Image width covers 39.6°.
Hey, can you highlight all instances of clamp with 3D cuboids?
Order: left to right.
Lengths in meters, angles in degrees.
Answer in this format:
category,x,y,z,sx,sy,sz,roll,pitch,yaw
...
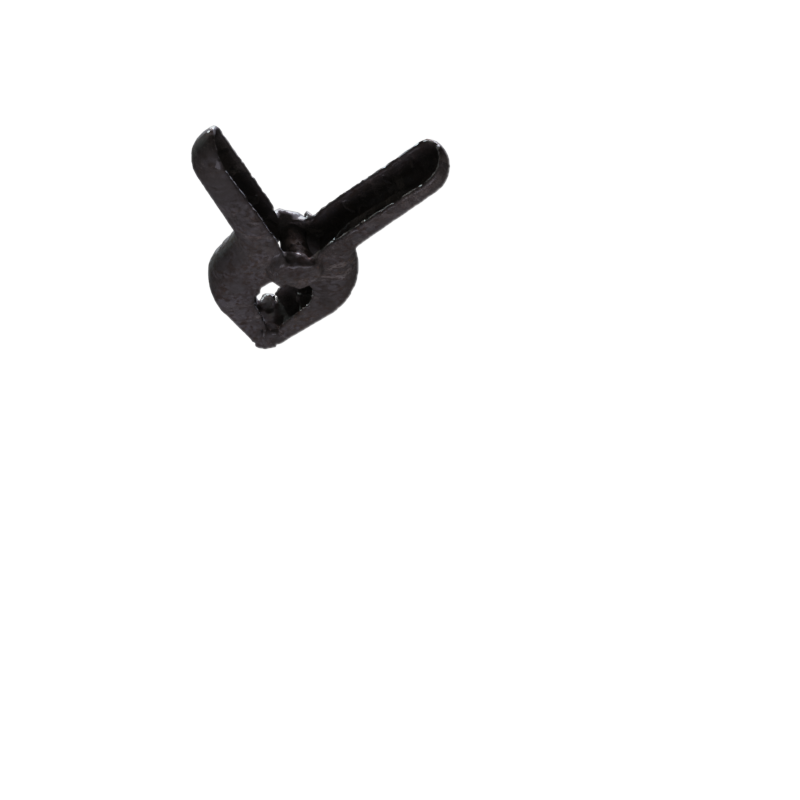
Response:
category,x,y,z,sx,sy,sz,roll,pitch,yaw
clamp,-0.044,-0.080,0.563,0.119,0.042,0.162,3,-27,-6
